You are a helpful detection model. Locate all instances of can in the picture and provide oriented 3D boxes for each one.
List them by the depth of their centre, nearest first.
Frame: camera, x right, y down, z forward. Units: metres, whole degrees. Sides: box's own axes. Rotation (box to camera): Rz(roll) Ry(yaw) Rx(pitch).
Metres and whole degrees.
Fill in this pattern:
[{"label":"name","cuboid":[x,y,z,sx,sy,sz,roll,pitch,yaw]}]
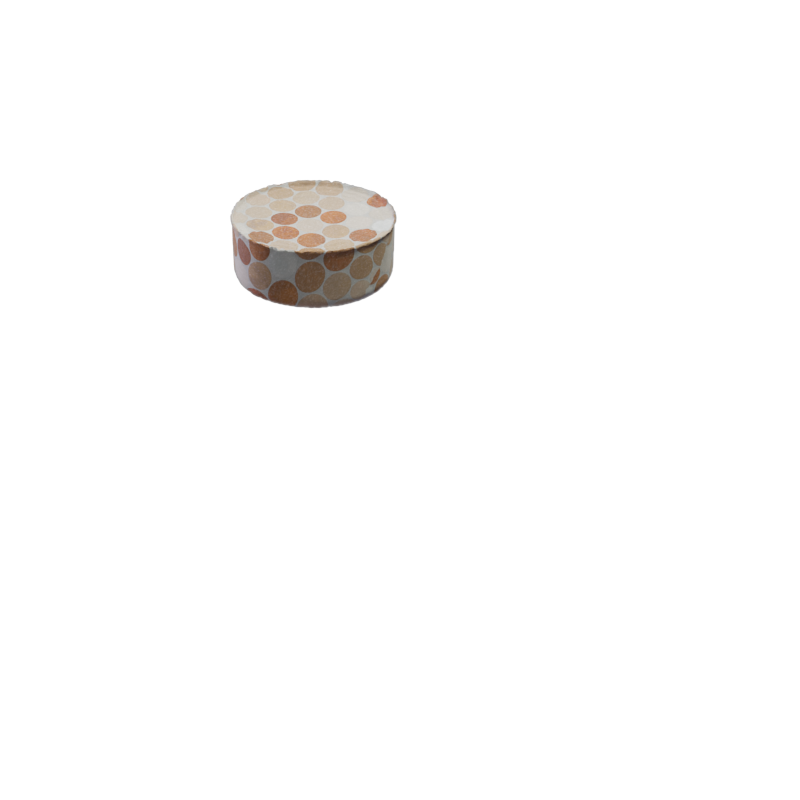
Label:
[{"label":"can","cuboid":[-0.045,-0.083,0.579,0.086,0.032,0.091,-1,33,-2]}]
